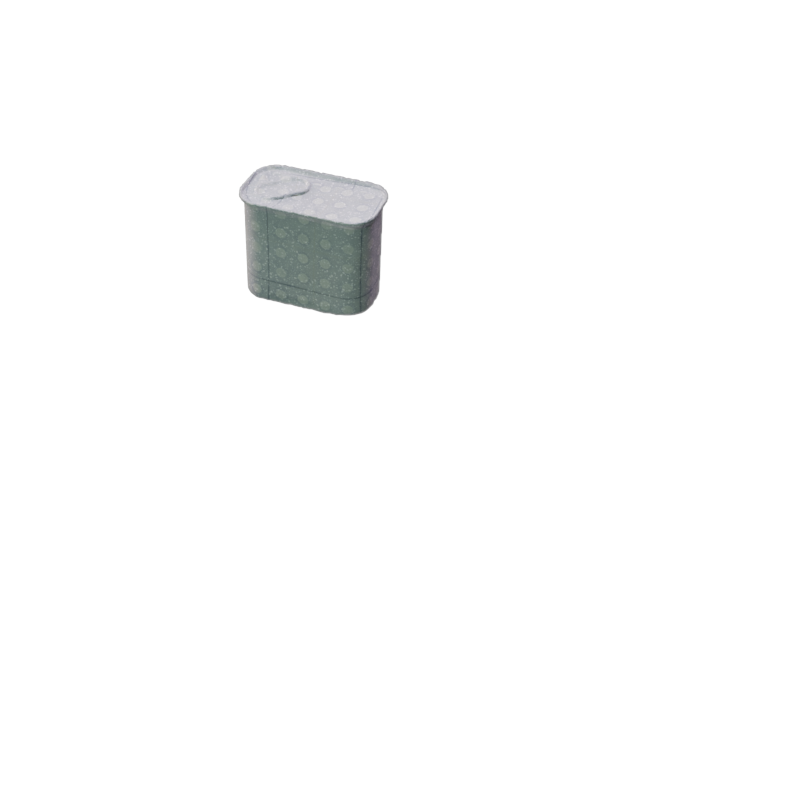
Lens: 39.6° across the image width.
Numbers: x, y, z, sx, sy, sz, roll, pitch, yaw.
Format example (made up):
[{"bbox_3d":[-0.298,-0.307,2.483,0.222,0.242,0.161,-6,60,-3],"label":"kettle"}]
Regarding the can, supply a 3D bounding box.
[{"bbox_3d":[-0.062,-0.114,0.795,0.105,0.078,0.060,14,39,16],"label":"can"}]
